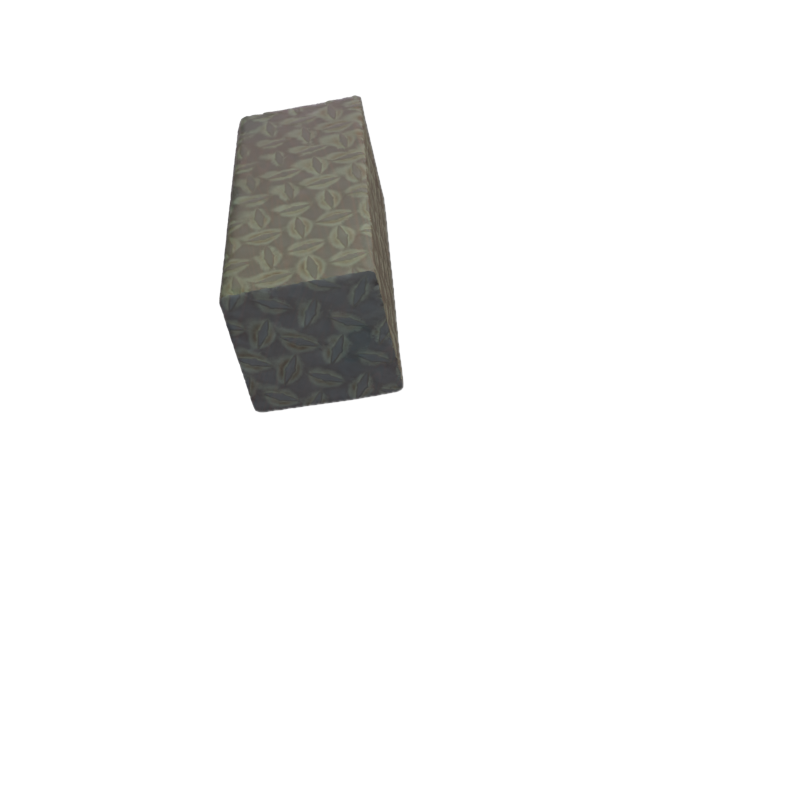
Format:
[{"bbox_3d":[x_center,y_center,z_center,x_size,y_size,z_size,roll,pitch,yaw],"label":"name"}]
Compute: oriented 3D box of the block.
[{"bbox_3d":[-0.056,-0.100,0.703,0.090,0.084,0.221,-10,39,5],"label":"block"}]
